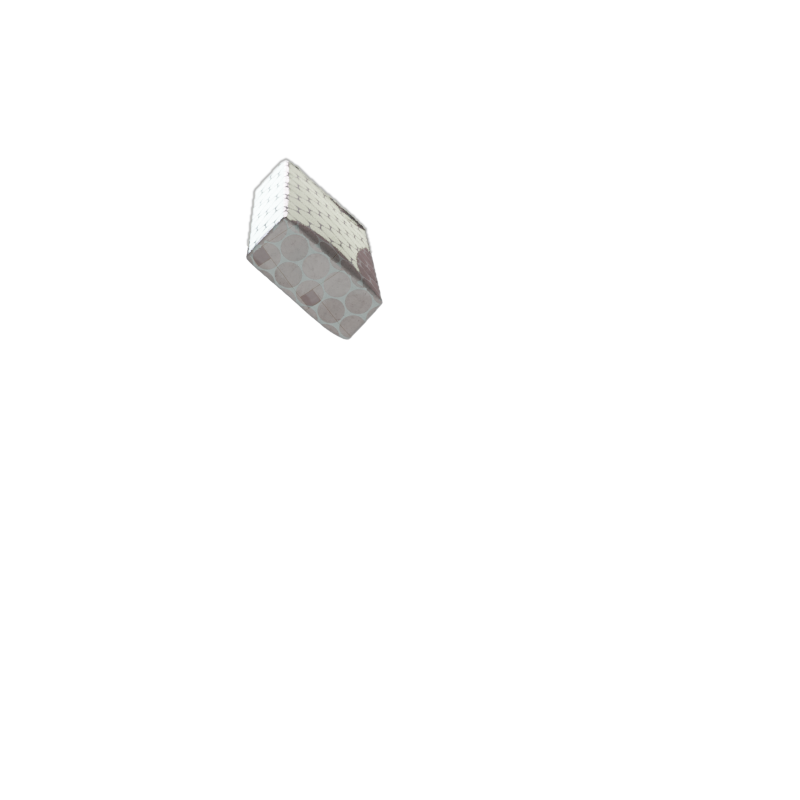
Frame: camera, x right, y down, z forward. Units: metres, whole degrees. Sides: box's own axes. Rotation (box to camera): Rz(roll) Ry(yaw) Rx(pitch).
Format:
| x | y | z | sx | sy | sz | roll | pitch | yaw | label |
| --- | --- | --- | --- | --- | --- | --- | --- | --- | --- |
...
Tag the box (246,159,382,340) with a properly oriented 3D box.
| x | y | z | sx | sy | sz | roll | pitch | yaw | label |
| --- | --- | --- | --- | --- | --- | --- | --- | --- | --- |
| -0.064 | -0.117 | 0.819 | 0.090 | 0.047 | 0.186 | 39 | 17 | -19 | box |
